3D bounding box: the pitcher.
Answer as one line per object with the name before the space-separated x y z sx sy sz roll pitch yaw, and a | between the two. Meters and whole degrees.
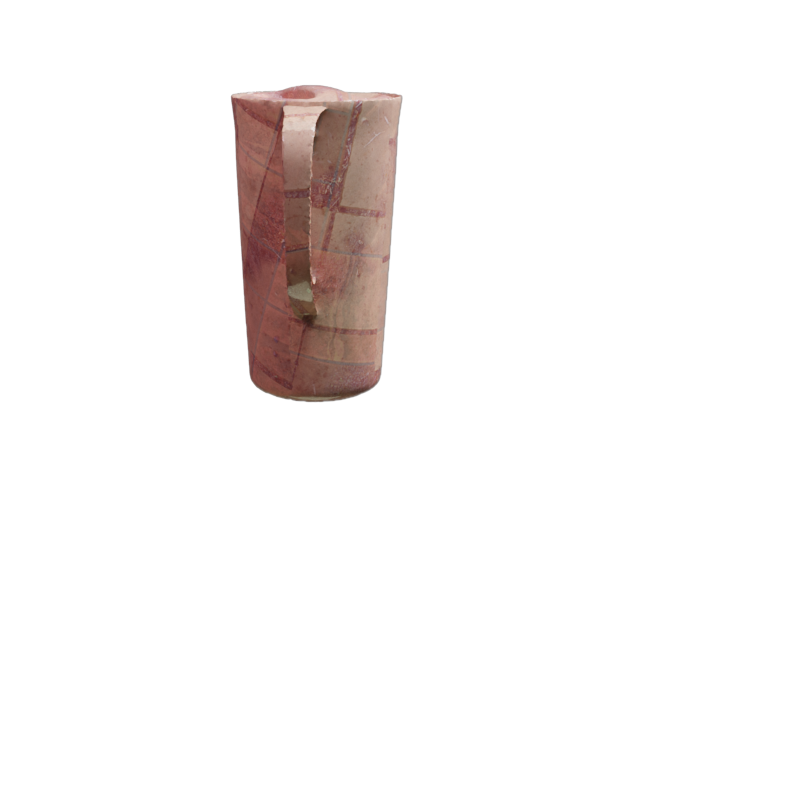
pitcher | -0.068 -0.125 0.874 0.145 0.236 0.153 -10 17 -40
